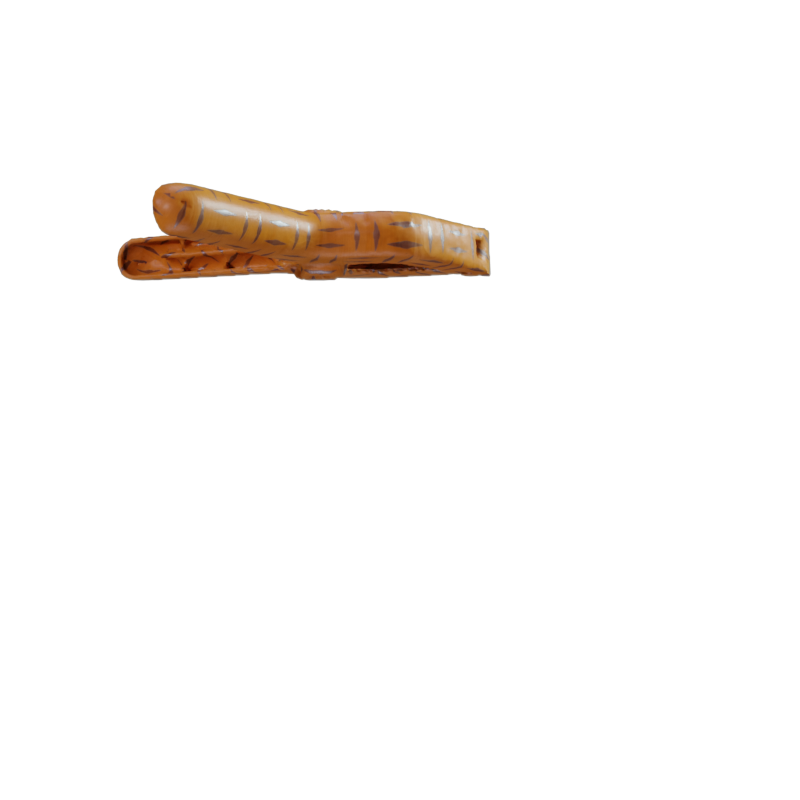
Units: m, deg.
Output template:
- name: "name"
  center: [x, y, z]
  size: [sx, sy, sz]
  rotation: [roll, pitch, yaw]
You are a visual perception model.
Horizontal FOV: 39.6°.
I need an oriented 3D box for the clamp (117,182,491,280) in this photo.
- name: "clamp"
  center: [-0.047, -0.085, 0.597]
  size: [0.207, 0.037, 0.164]
  rotation: [0, -2, -11]
